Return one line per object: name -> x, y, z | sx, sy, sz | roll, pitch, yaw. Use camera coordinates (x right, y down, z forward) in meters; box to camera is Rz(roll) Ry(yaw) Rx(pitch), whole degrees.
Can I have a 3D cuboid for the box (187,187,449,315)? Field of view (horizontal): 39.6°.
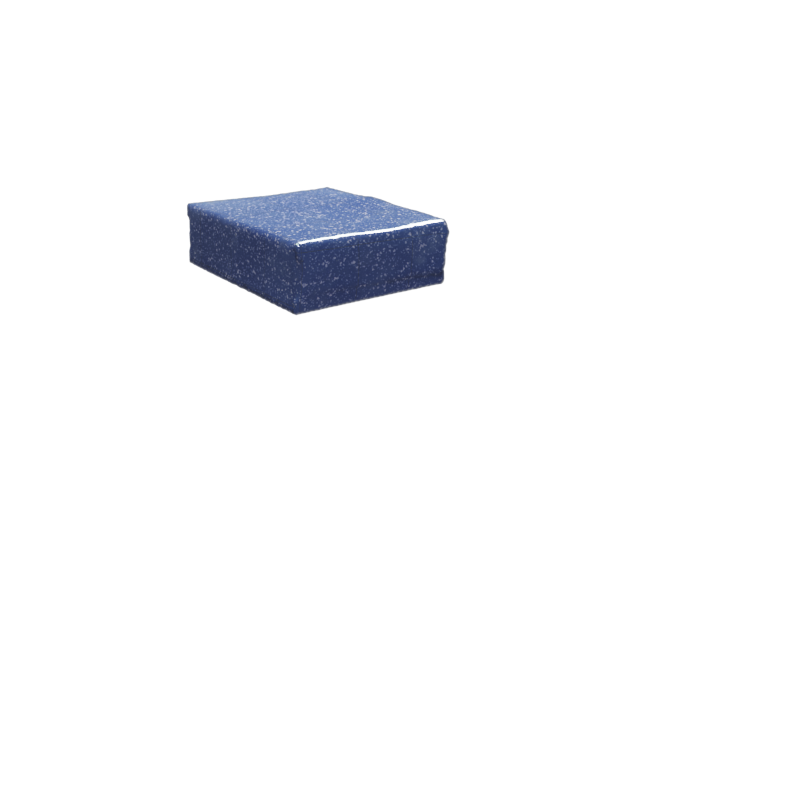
box -> -0.036, -0.065, 0.458 | 0.071, 0.029, 0.095 | -13, 24, -33
